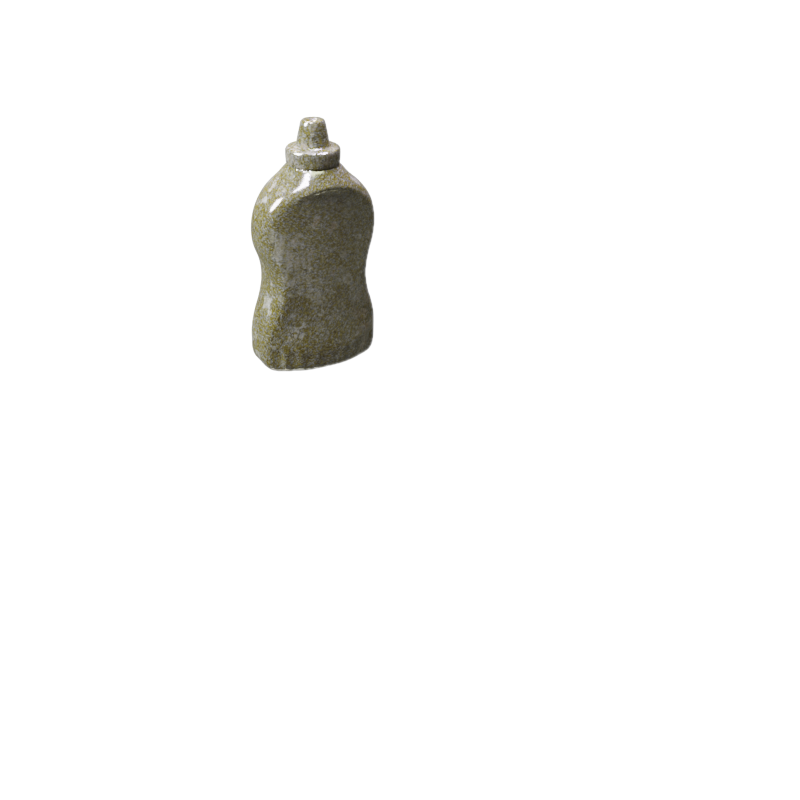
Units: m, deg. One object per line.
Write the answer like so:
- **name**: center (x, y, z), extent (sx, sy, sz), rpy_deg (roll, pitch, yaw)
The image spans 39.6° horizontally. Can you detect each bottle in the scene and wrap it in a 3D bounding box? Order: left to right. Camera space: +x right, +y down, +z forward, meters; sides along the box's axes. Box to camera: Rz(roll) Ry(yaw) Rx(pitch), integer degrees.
- **bottle**: center (-0.067, -0.121, 0.847), extent (0.094, 0.182, 0.062), rpy_deg (-10, 26, -25)
